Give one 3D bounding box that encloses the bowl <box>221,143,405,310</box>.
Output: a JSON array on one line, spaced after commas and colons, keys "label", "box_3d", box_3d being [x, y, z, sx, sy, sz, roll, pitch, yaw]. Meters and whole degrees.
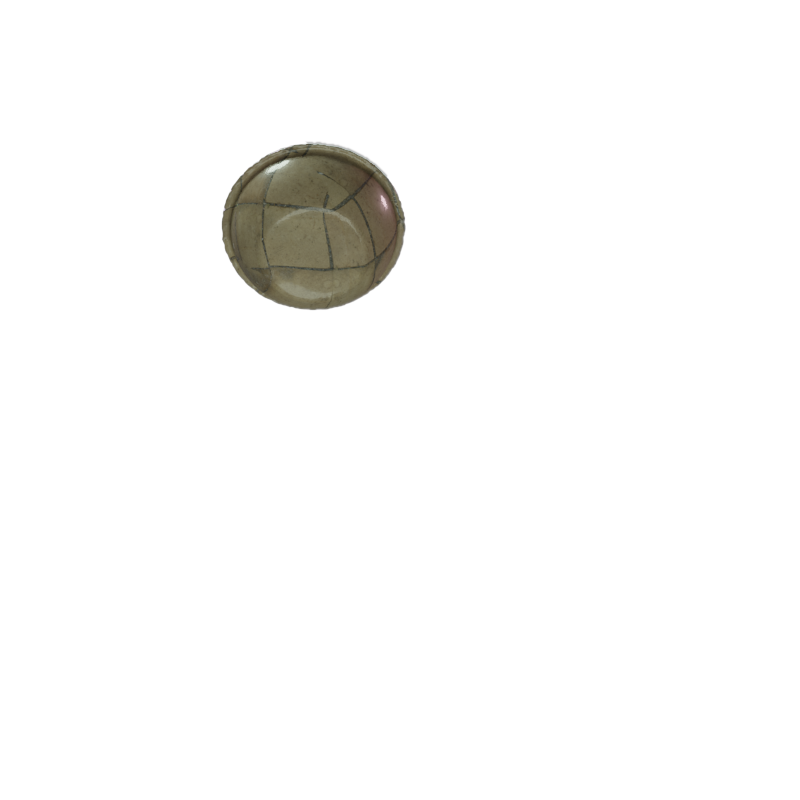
[{"label": "bowl", "box_3d": [-0.075, -0.136, 0.954, 0.162, 0.153, 0.058, 1, 28, -1]}]
